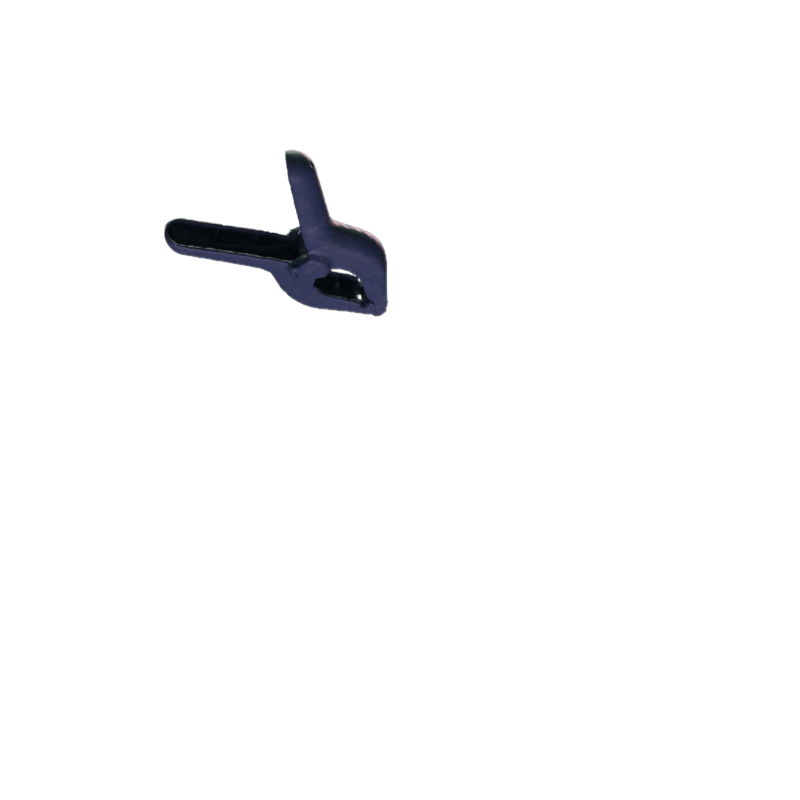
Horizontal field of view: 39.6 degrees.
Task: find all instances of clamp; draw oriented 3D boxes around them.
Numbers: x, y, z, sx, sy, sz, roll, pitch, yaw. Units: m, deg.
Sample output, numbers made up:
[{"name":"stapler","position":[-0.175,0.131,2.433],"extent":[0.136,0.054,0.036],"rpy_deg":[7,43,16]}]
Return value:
[{"name":"clamp","position":[-0.058,-0.107,0.747],"extent":[0.161,0.042,0.120],"rpy_deg":[21,-32,-38]}]
